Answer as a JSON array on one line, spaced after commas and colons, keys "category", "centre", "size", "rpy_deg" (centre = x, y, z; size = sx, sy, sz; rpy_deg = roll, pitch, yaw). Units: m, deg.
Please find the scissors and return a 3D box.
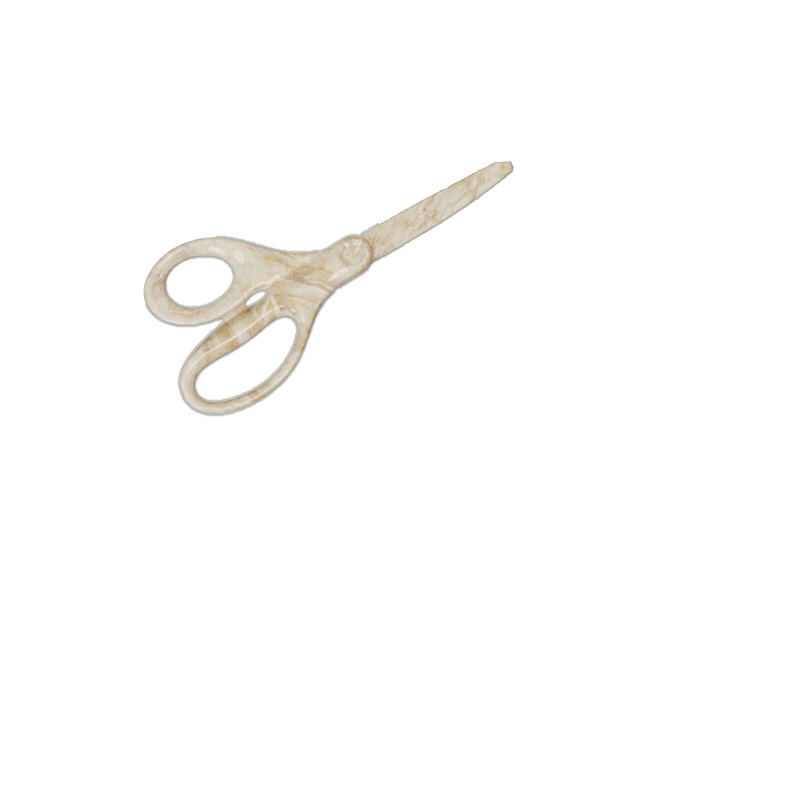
[{"category": "scissors", "centre": [-0.043, -0.079, 0.555], "size": [0.099, 0.204, 0.015], "rpy_deg": [40, -15, 13]}]
